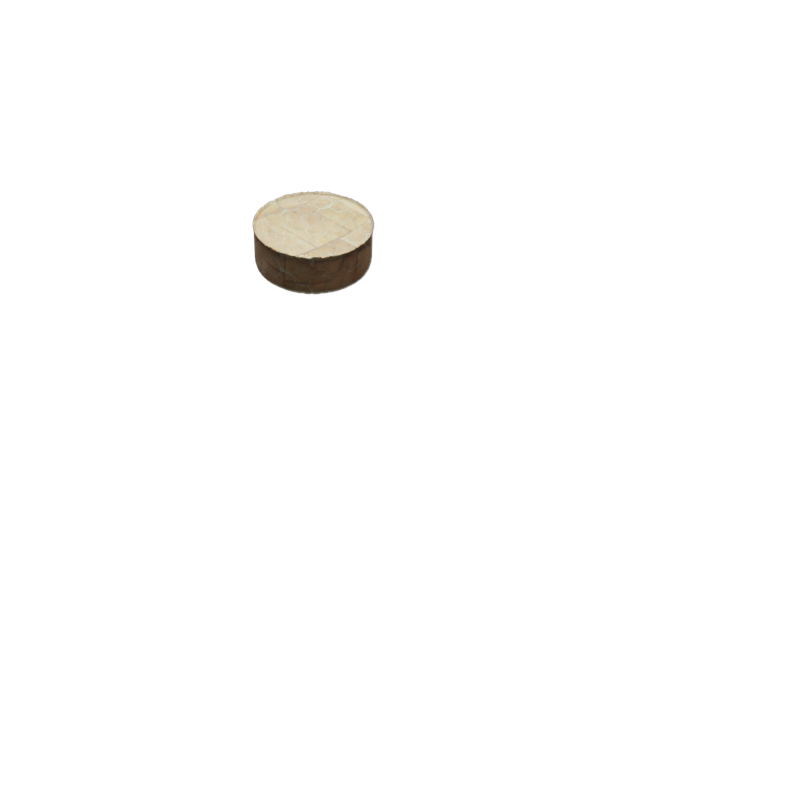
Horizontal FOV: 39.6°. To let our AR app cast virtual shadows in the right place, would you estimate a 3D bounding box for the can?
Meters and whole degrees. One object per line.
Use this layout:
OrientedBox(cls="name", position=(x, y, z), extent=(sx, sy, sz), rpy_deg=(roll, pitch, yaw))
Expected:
OrientedBox(cls="can", position=(-0.062, -0.113, 0.790), extent=(0.086, 0.031, 0.092), rpy_deg=(-1, 39, -2))
